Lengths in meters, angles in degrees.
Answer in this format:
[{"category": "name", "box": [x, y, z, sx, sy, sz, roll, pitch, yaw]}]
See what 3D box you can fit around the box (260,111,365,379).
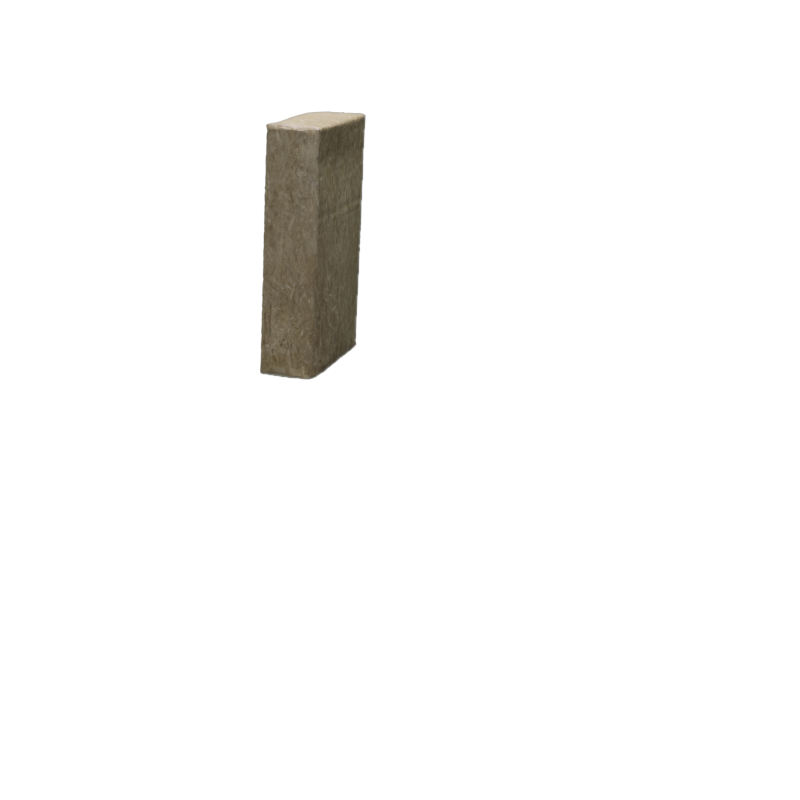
[{"category": "box", "box": [-0.061, -0.112, 0.781, 0.049, 0.171, 0.094, 5, 15, 18]}]
